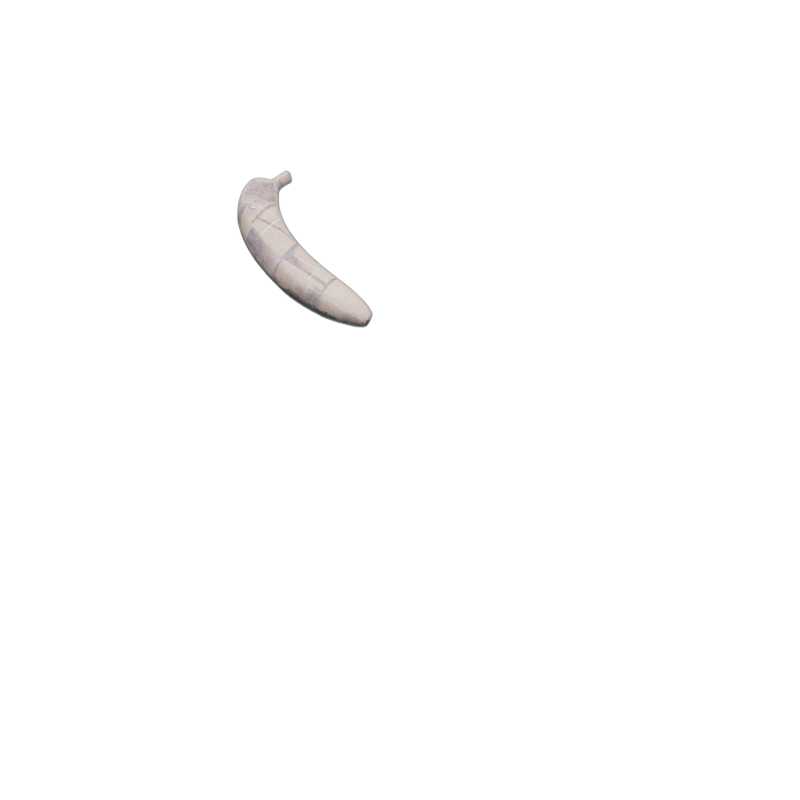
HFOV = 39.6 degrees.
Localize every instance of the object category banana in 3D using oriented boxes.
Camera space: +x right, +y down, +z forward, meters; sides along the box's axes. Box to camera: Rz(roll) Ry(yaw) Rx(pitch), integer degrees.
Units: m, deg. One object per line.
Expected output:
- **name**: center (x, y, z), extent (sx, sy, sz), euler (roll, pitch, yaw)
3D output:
- **banana**: center (-0.090, -0.128, 0.911), extent (0.069, 0.214, 0.034), euler (-16, -40, -15)
